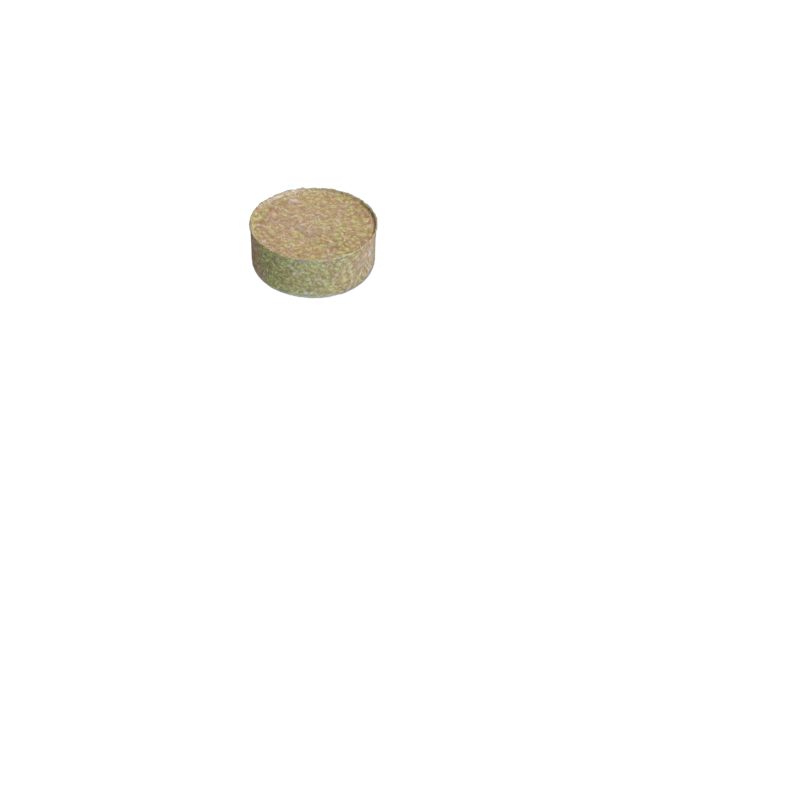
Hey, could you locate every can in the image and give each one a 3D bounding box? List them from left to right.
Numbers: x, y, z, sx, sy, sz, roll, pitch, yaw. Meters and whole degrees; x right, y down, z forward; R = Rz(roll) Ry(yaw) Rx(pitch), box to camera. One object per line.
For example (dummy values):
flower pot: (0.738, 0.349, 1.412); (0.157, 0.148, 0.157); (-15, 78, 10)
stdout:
can: (-0.059, -0.107, 0.749); (0.086, 0.031, 0.092); (-1, 40, -2)
